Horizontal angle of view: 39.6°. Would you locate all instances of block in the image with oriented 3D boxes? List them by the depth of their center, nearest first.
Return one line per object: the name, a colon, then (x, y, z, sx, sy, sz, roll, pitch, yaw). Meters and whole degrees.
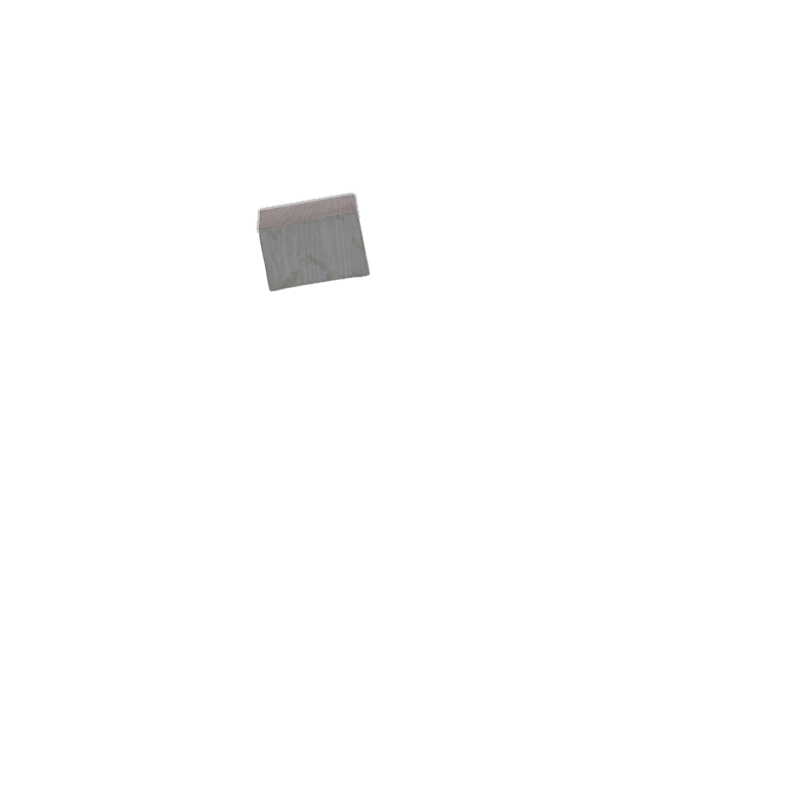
block: (-0.066, -0.121, 0.844, 0.078, 0.050, 0.054, -9, 22, 2)
